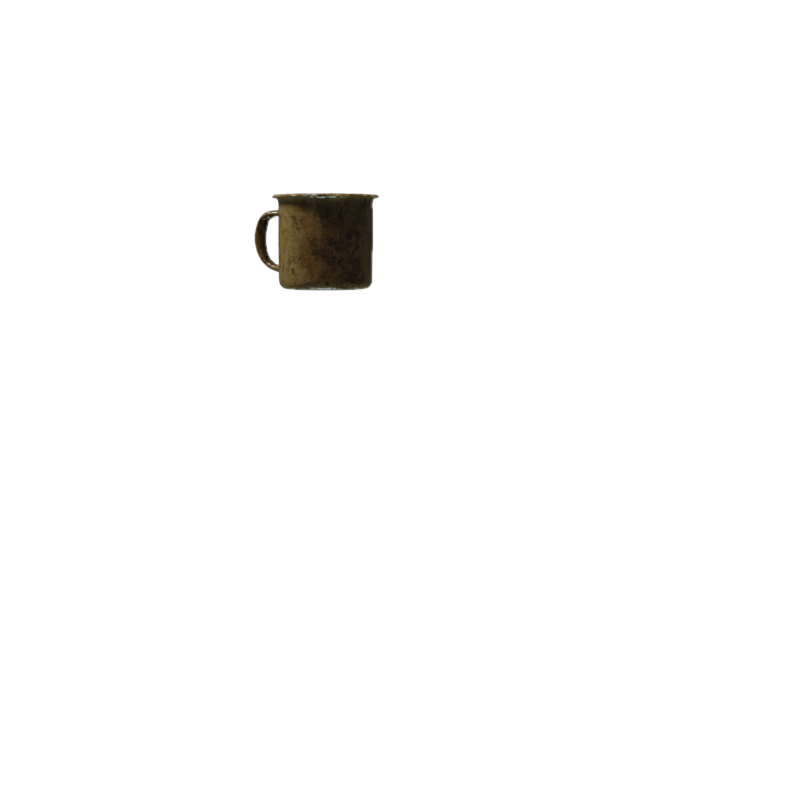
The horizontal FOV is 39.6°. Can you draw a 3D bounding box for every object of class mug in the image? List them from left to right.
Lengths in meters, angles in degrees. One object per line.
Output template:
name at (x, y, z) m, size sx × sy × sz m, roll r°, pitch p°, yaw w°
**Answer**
mug at (-0.076, -0.138, 0.967) m, size 0.121 × 0.081 × 0.091 m, roll 3°, pitch 6°, yaw 25°
